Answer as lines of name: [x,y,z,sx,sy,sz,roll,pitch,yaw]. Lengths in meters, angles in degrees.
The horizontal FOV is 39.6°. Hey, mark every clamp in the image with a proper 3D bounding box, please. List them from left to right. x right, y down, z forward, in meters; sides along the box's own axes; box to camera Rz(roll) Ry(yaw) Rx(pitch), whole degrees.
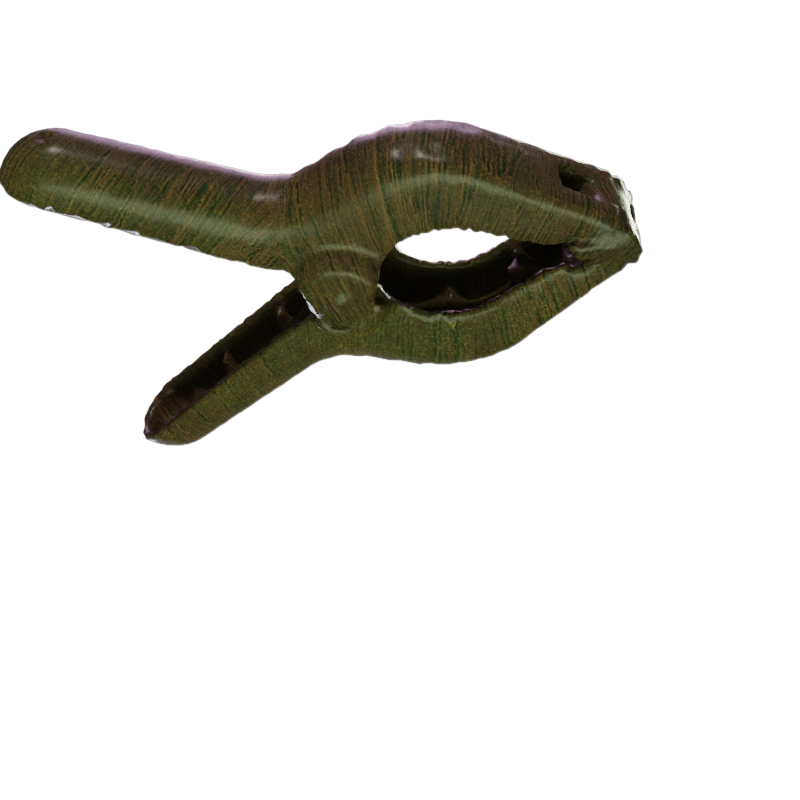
clamp: [-0.025,-0.045,0.313,0.173,0.042,0.111,-16,-44,17]
